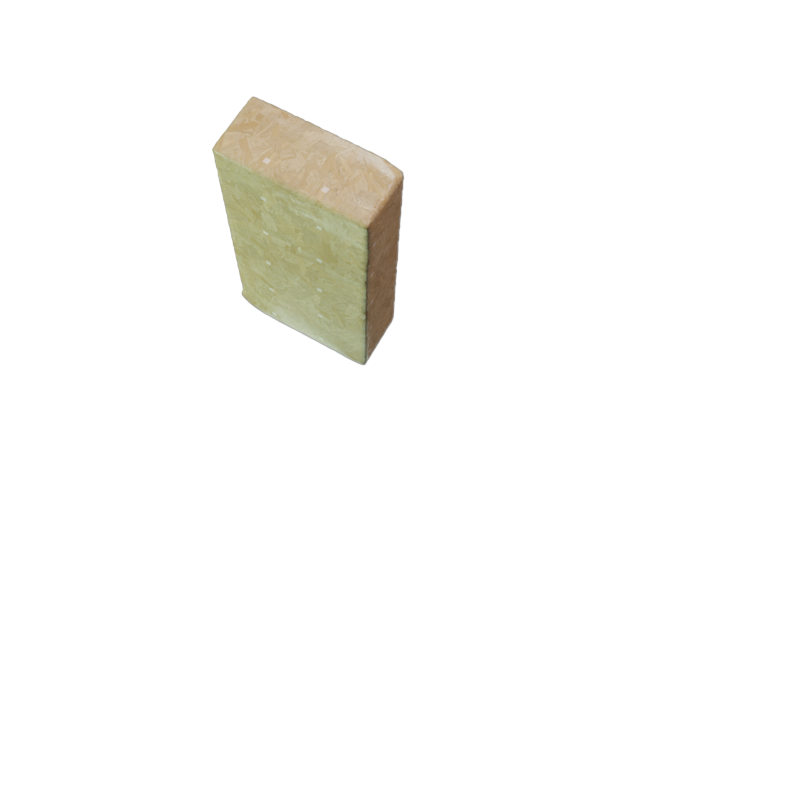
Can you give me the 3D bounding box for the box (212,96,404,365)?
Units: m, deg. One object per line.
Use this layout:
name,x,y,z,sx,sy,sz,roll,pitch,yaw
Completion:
box,-0.048,-0.089,0.623,0.096,0.049,0.167,30,-23,10
